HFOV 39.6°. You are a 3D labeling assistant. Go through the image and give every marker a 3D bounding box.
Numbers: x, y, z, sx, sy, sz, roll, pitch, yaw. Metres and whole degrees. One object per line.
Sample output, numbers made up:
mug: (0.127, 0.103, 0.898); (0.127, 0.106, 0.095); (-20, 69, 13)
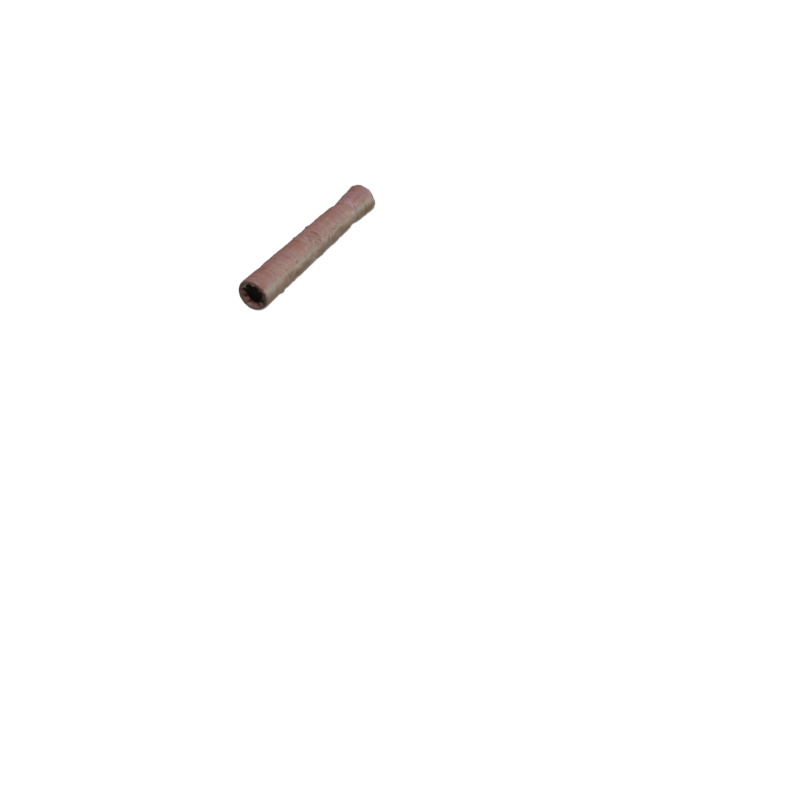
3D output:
marker: (-0.049, -0.089, 0.624); (0.020, 0.019, 0.124); (2, 35, 33)
